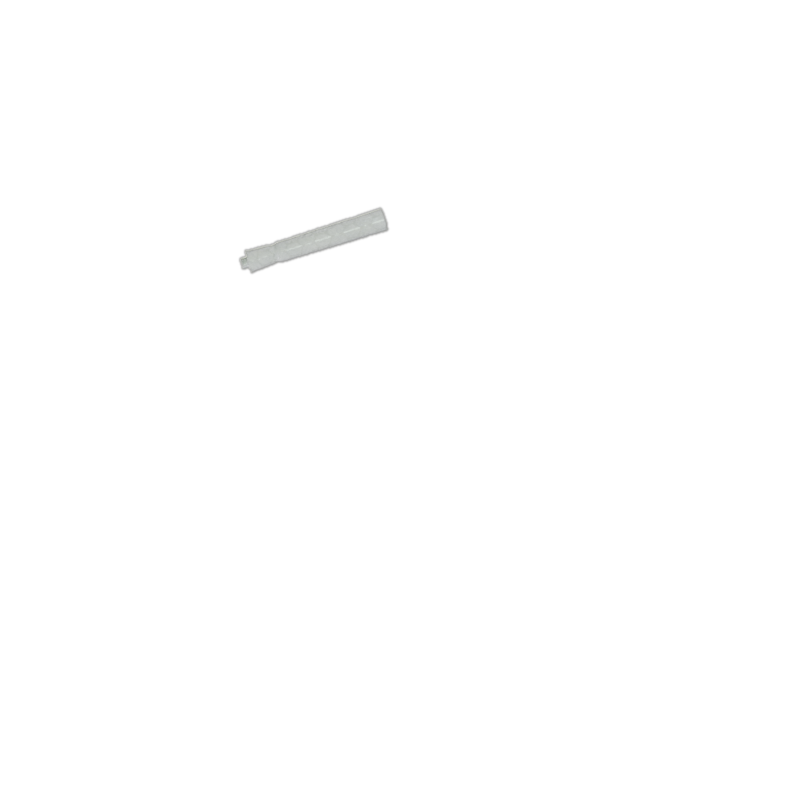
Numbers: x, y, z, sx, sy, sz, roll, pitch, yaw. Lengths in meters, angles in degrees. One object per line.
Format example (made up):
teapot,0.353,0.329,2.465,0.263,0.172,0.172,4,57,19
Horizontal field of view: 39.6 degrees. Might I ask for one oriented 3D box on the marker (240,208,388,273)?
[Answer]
marker,-0.070,-0.127,0.892,0.121,0.020,0.020,-17,5,-2
